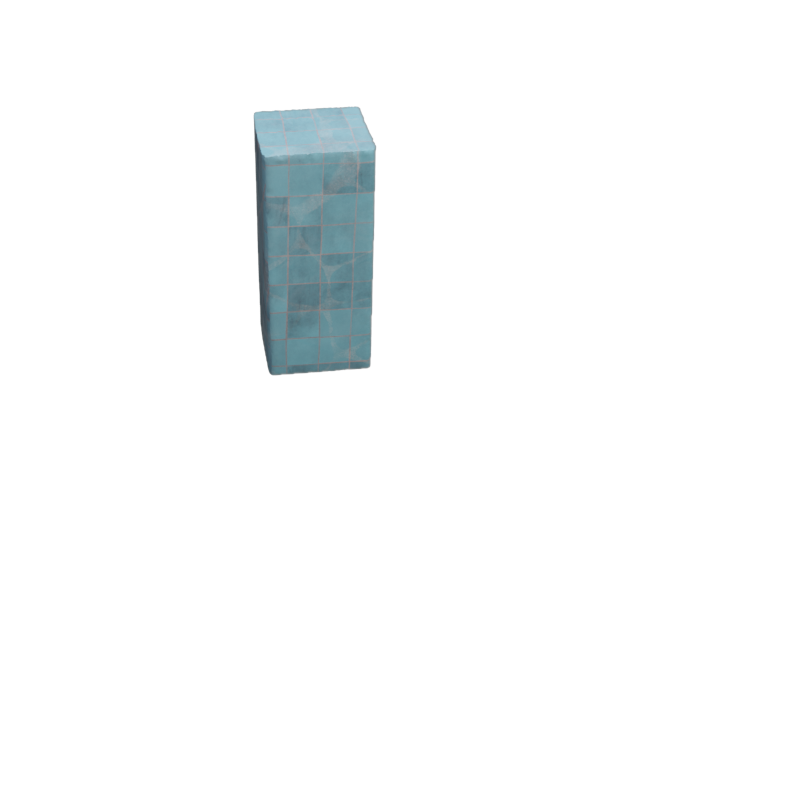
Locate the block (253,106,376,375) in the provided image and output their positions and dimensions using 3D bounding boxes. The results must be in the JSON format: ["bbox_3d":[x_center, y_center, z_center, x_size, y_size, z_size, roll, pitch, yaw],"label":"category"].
[{"bbox_3d":[-0.073,-0.132,0.930,0.090,0.194,0.097,-3,33,-9],"label":"block"}]
